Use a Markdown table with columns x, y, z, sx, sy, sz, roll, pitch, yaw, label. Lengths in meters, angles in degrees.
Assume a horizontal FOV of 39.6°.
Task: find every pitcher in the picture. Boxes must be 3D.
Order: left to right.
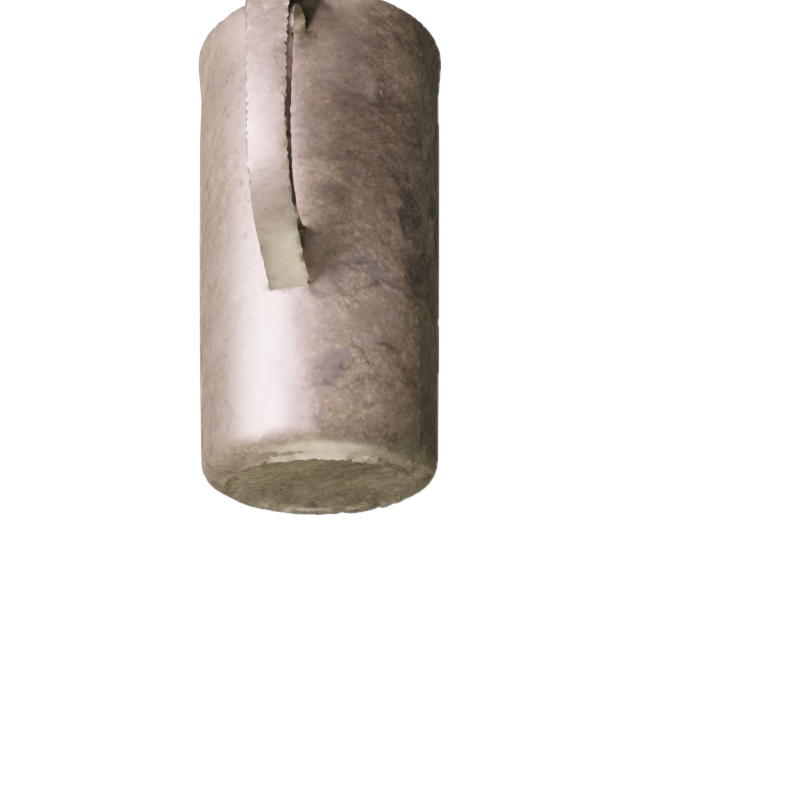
| x | y | z | sx | sy | sz | roll | pitch | yaw | label |
| --- | --- | --- | --- | --- | --- | --- | --- | --- | --- |
| -0.043 | -0.078 | 0.549 | 0.142 | 0.258 | 0.144 | 16 | -31 | -32 | pitcher |
